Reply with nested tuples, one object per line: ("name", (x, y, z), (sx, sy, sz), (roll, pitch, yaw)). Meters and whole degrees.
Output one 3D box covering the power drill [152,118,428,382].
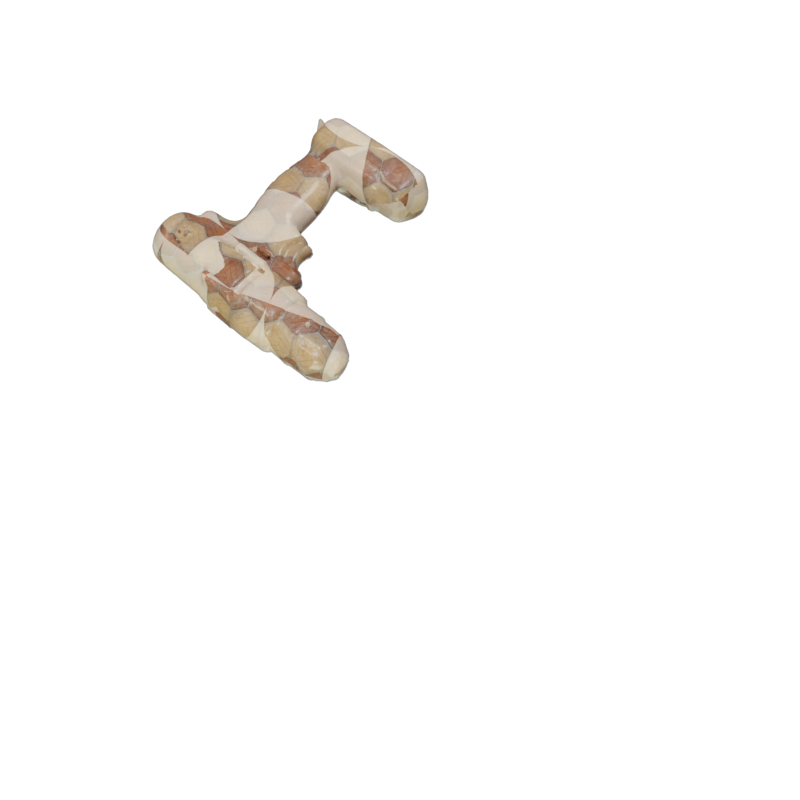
("power drill", (-0.066, -0.120, 0.839), (0.195, 0.190, 0.054), (37, -26, 22))
